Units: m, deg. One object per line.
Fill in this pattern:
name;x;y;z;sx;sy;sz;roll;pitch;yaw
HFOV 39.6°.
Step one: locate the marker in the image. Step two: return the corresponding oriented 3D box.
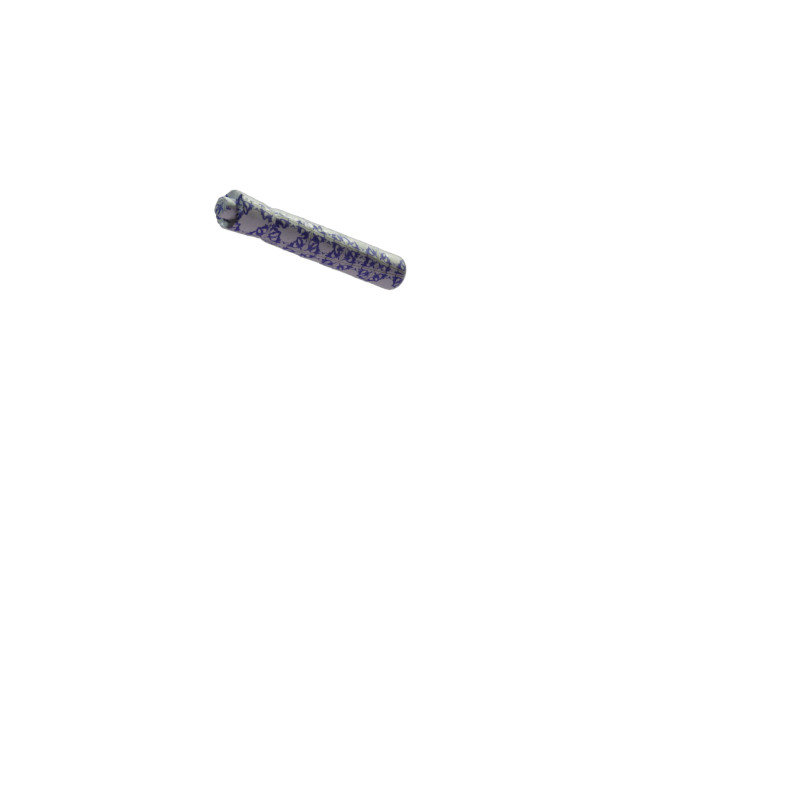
marker;-0.042;-0.077;0.537;0.021;0.020;0.114;4;-8;44
